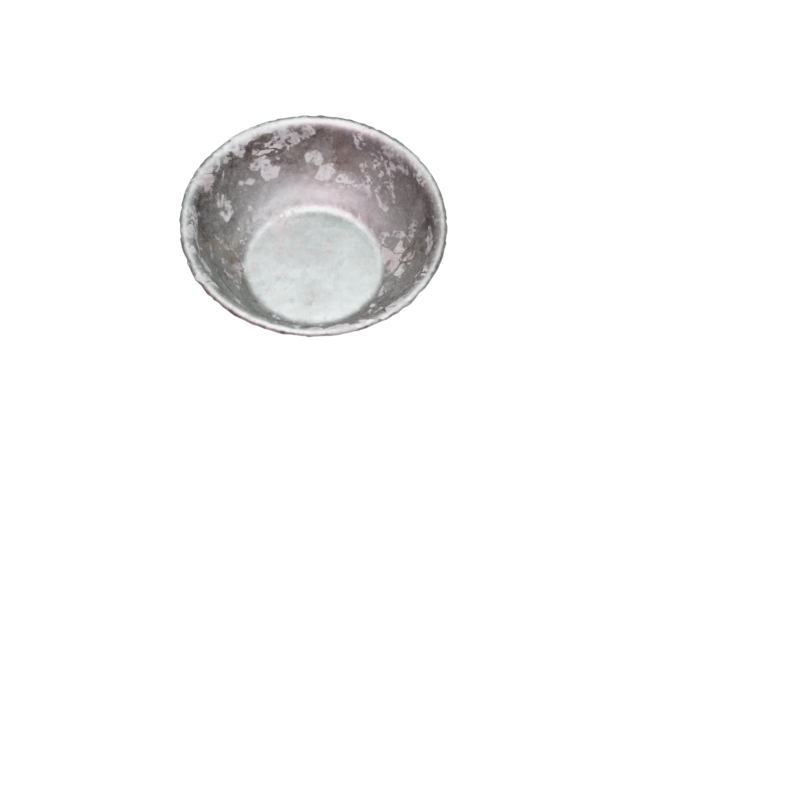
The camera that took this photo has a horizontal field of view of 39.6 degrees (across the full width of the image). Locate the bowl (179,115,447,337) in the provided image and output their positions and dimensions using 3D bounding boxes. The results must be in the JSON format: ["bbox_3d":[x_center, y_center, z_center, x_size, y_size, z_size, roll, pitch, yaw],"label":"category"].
[{"bbox_3d":[-0.054,-0.098,0.687,0.162,0.173,0.052,-1,-31,-1],"label":"bowl"}]
